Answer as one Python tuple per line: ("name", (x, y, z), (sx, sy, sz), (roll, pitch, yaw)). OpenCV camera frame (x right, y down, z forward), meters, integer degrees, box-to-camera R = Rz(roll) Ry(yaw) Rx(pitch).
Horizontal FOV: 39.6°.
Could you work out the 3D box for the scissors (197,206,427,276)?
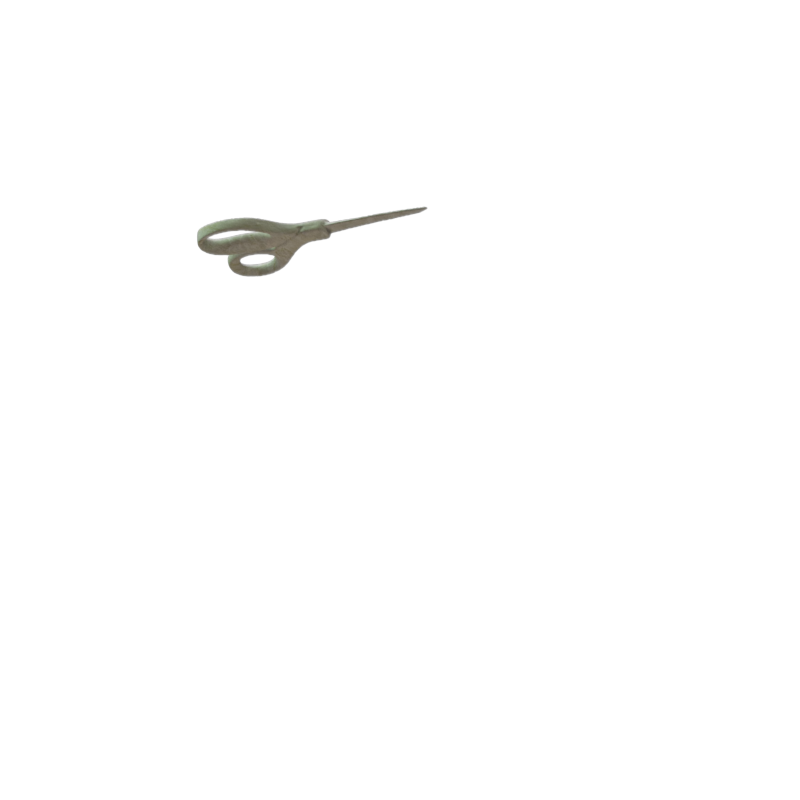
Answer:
("scissors", (-0.076, -0.139, 0.975), (0.203, 0.017, 0.090), (-2, -23, 5))
